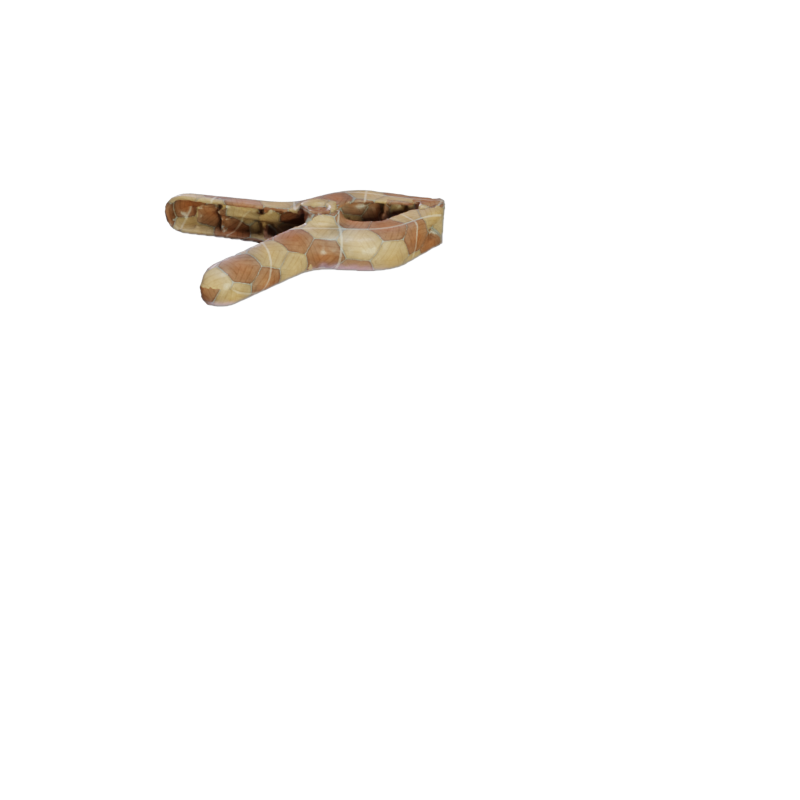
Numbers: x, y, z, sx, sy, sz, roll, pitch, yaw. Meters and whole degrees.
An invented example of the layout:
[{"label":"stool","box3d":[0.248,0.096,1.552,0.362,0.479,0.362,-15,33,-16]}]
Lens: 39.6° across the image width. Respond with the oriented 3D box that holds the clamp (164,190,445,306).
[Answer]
[{"label":"clamp","box3d":[-0.051,-0.094,0.655,0.170,0.037,0.129,-6,37,-8]}]
